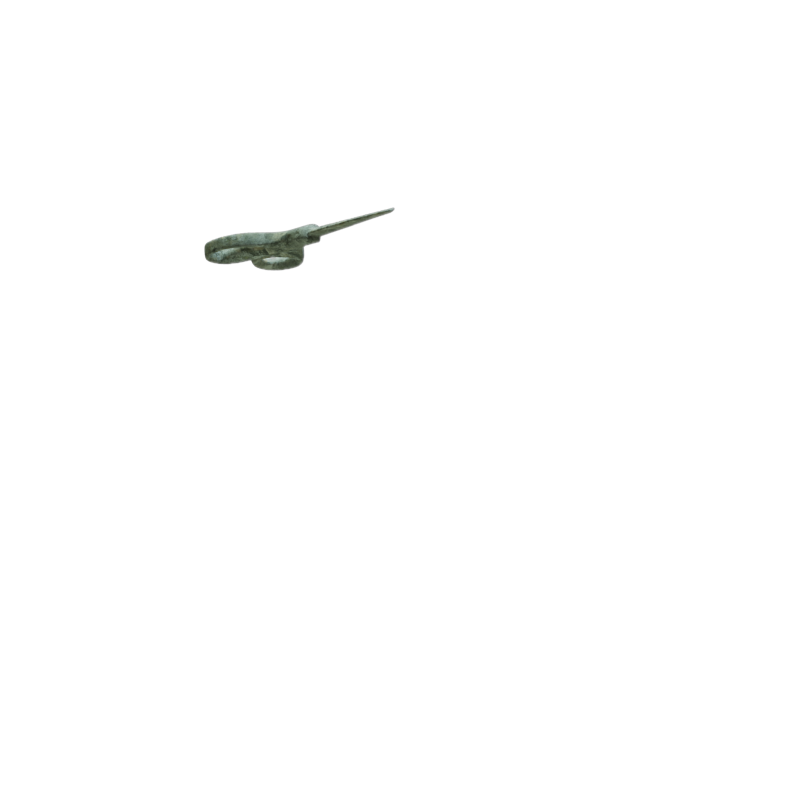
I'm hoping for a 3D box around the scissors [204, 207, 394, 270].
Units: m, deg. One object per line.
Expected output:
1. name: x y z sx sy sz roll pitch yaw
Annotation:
1. scissors: -0.074 -0.134 0.941 0.207 0.016 0.091 -4 -9 29
